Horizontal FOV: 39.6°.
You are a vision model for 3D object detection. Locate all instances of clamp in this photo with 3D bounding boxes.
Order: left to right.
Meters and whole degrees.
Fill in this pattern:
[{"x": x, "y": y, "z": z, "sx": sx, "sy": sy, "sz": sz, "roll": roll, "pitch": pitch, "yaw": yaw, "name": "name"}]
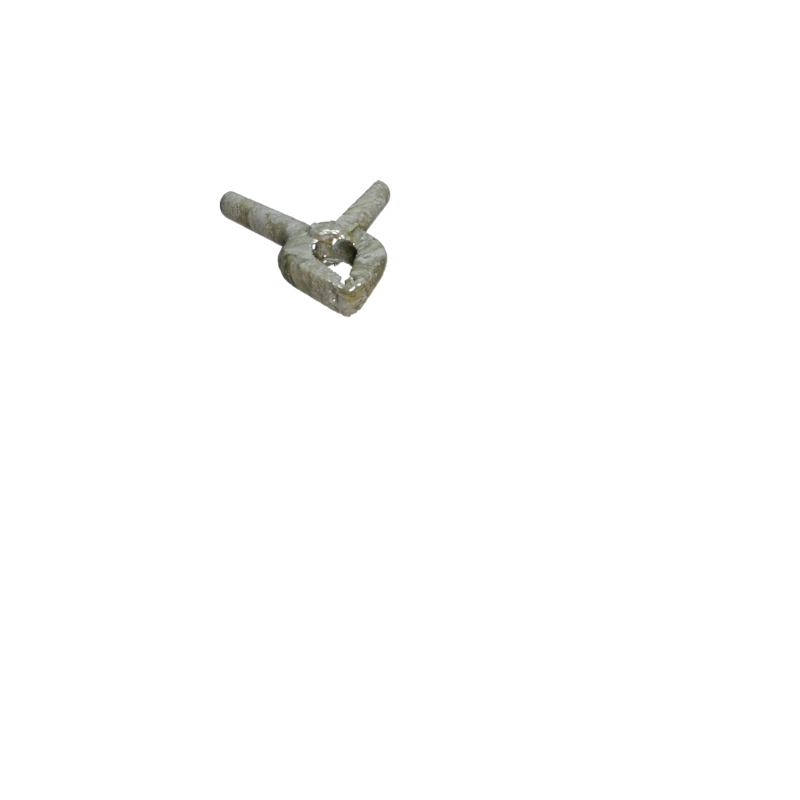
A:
[{"x": -0.077, "y": -0.141, "z": 0.988, "sx": 0.163, "sy": 0.034, "sz": 0.225, "roll": -4, "pitch": 35, "yaw": -6, "name": "clamp"}]
